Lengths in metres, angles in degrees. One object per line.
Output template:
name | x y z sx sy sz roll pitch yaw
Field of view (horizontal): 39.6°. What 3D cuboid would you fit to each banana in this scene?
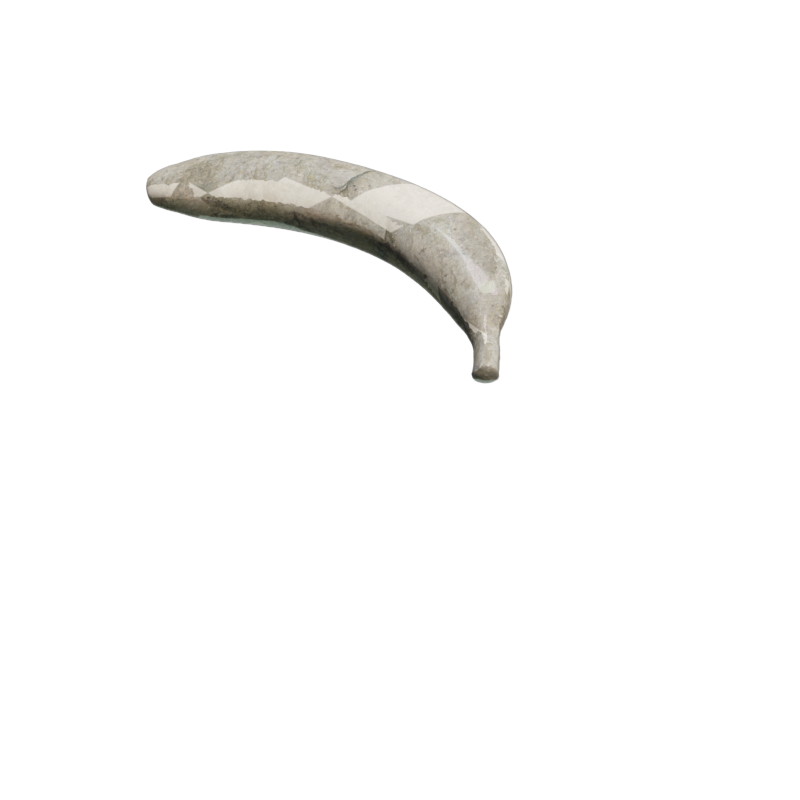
banana | -0.025 -0.079 0.502 0.209 0.034 0.070 28 49 27
